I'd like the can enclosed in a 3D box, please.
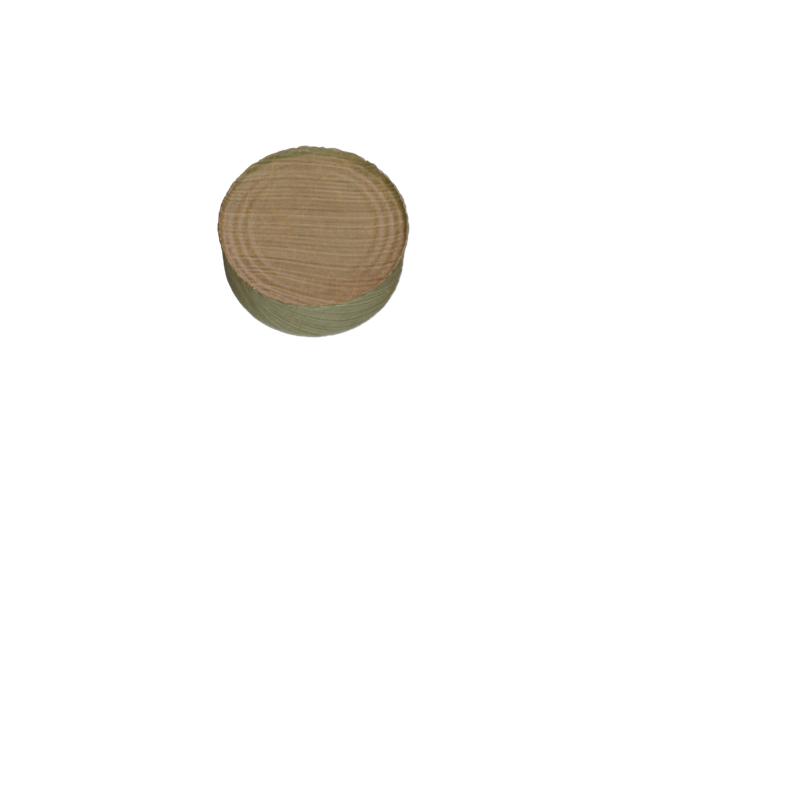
[{"bbox_3d":[-0.040,-0.073,0.509,0.086,0.091,0.032,-1,-29,-1],"label":"can"}]
